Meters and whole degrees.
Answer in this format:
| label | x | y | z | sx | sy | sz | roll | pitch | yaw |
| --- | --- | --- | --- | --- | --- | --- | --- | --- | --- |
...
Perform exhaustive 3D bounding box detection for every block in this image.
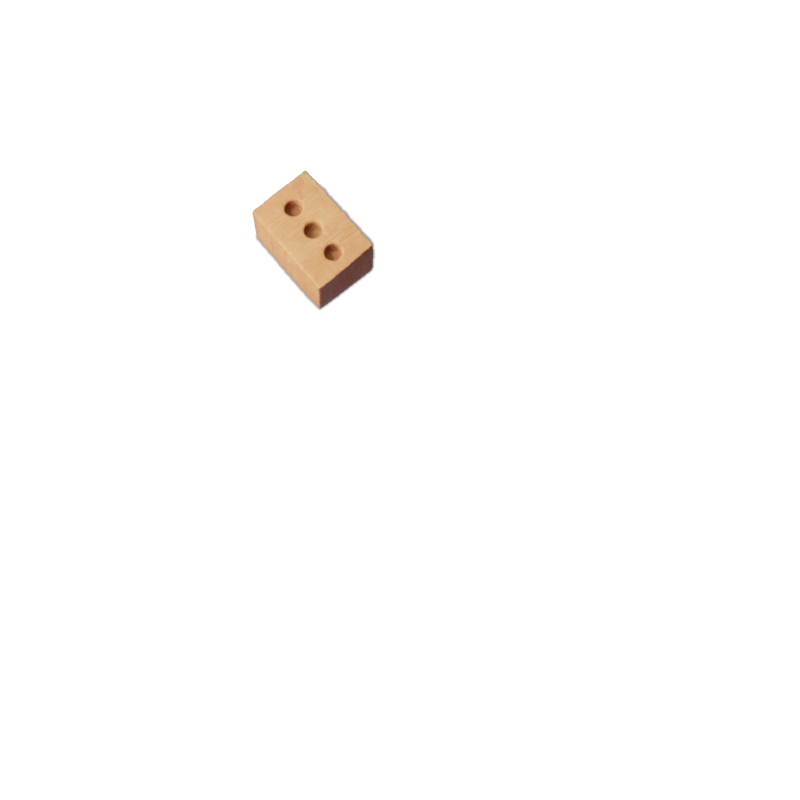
| label | x | y | z | sx | sy | sz | roll | pitch | yaw |
| --- | --- | --- | --- | --- | --- | --- | --- | --- | --- |
| block | -0.063 | -0.115 | 0.808 | 0.053 | 0.081 | 0.049 | -39 | -13 | -12 |
